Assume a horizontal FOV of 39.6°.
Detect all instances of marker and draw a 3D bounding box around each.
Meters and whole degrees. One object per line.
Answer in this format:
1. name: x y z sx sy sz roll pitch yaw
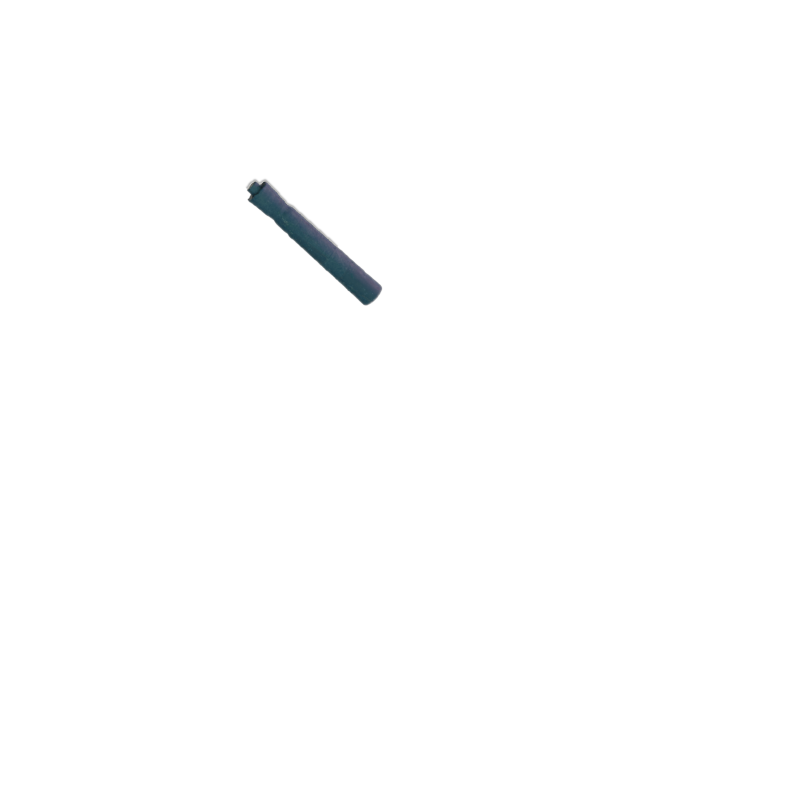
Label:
1. marker: -0.061 -0.112 0.781 0.116 0.020 0.020 41 -12 -16
